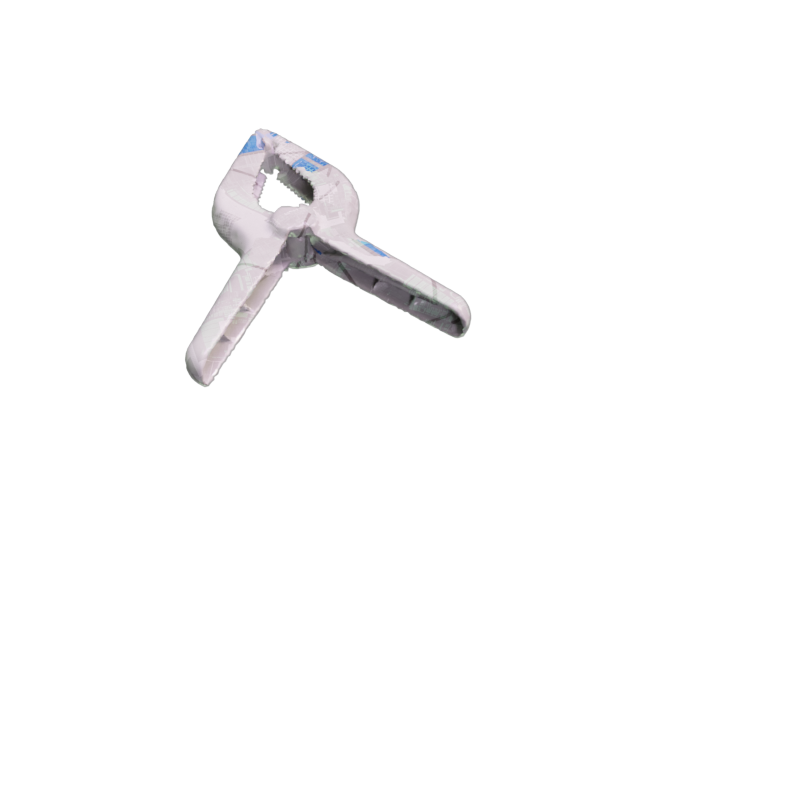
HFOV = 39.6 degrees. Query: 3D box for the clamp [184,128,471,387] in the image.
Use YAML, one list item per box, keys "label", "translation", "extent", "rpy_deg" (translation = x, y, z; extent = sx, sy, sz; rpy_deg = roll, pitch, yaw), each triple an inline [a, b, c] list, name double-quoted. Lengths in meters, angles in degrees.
- label: "clamp"
  translation: [-0.054, -0.098, 0.689]
  extent: [0.163, 0.227, 0.034]
  rpy_deg: [-6, -44, -6]
